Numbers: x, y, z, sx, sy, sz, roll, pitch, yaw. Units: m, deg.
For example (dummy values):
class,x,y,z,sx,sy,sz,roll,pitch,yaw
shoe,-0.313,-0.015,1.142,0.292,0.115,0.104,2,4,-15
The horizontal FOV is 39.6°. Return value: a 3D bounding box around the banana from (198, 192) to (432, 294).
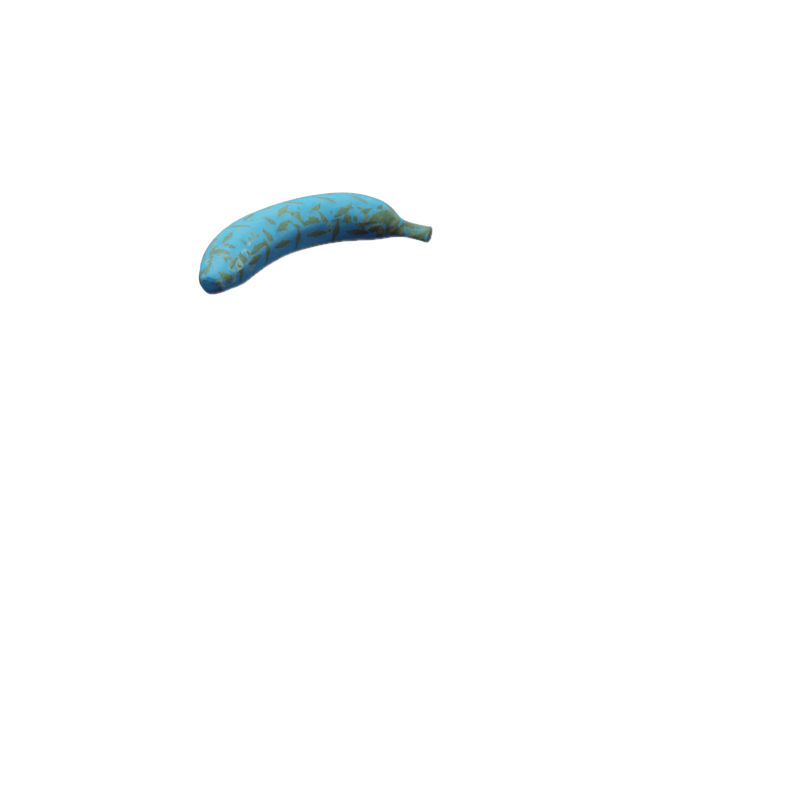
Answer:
class,x,y,z,sx,sy,sz,roll,pitch,yaw
banana,-0.068,-0.113,0.754,0.195,0.035,0.074,-22,32,-38
